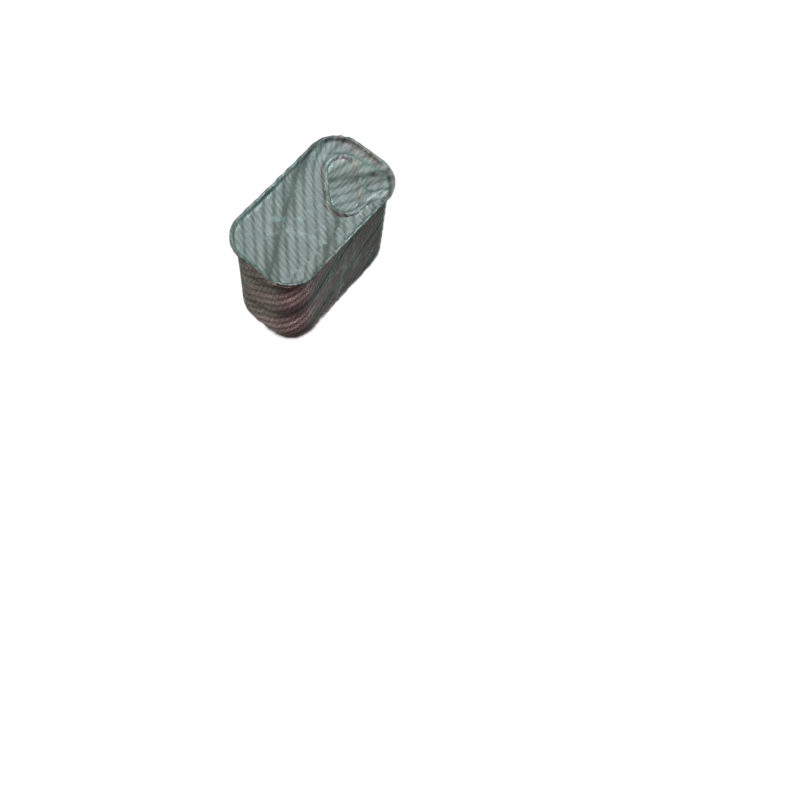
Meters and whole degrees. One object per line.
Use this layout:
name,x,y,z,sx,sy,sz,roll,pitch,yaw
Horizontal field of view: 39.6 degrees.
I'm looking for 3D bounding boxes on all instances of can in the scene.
can,-0.052,-0.095,0.664,0.060,0.104,0.079,37,-20,12
